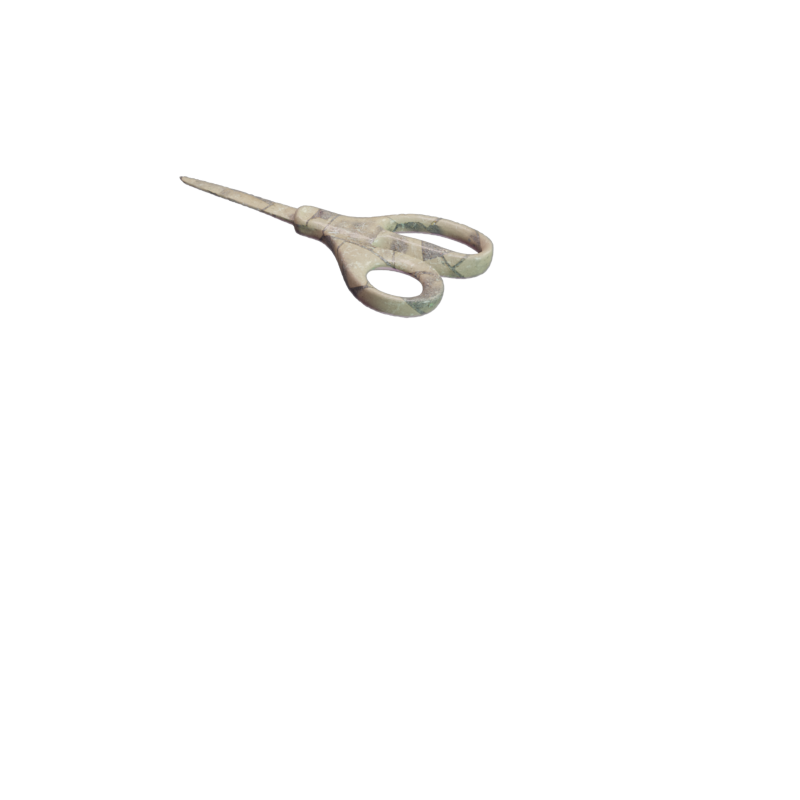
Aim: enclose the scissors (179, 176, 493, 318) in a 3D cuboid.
[{"bbox_3d":[-0.050,-0.091,0.635,0.206,0.015,0.101,10,40,13],"label":"scissors"}]
